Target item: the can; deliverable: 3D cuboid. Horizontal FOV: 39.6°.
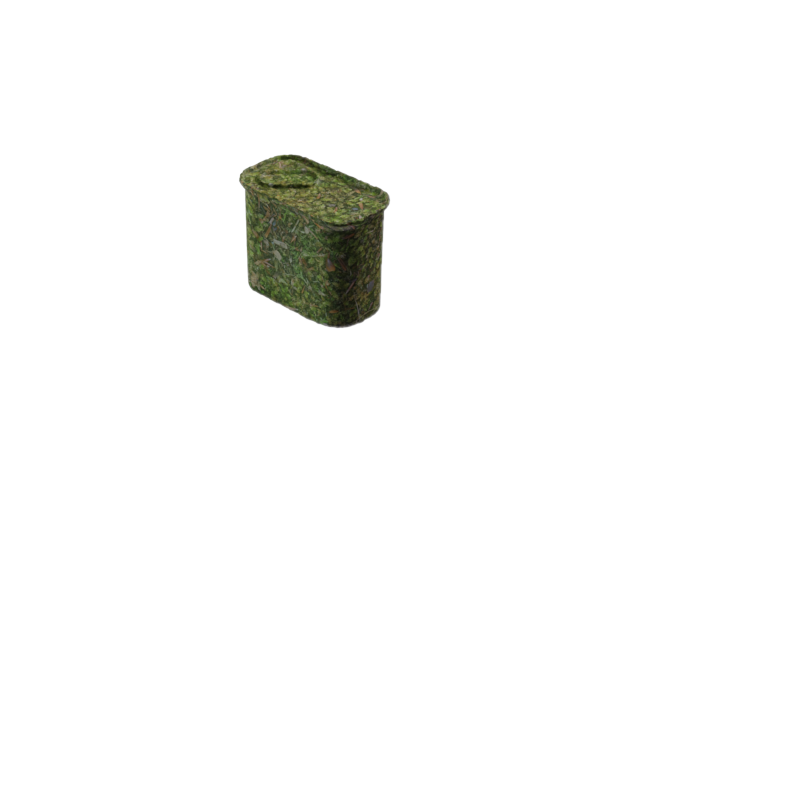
[{"bbox_3d":[-0.058,-0.105,0.738,0.108,0.079,0.058,28,42,33],"label":"can"}]
